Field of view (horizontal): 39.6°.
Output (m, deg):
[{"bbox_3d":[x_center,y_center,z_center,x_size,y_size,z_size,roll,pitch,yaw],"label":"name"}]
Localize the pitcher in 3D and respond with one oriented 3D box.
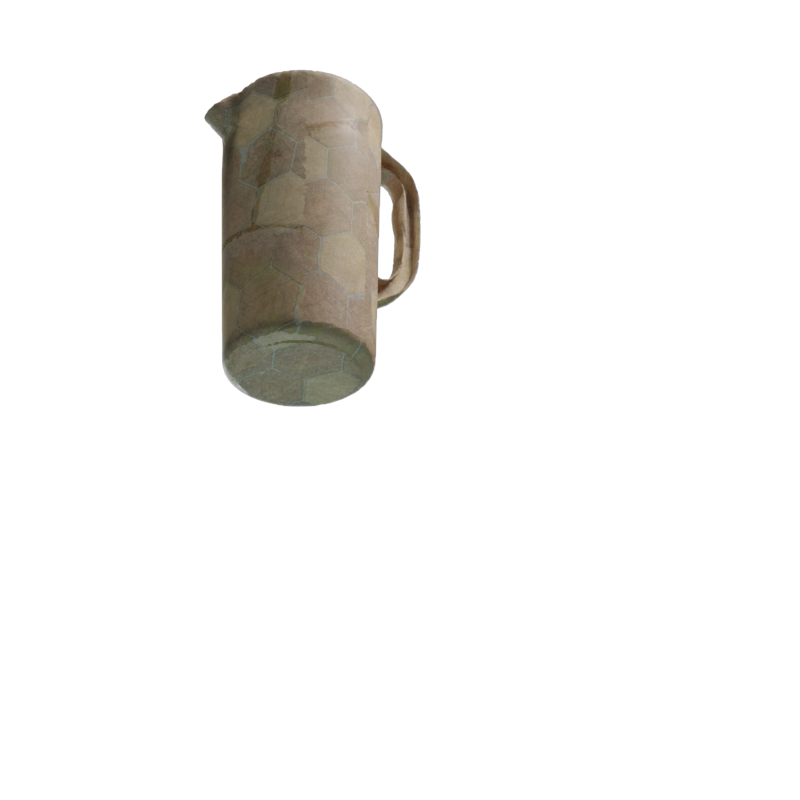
[{"bbox_3d":[-0.066,-0.121,0.846,0.151,0.260,0.134,-10,-35,11],"label":"pitcher"}]
